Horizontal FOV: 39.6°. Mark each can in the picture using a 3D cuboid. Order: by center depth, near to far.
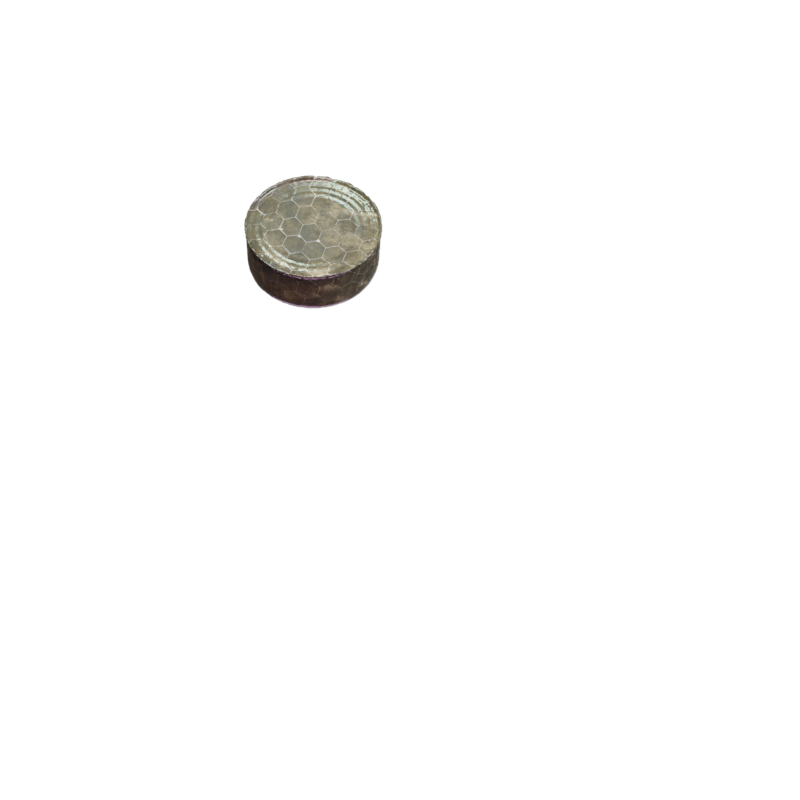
[{"bbox_3d":[-0.055,-0.100,0.699,0.086,0.092,0.031,-1,-38,-1],"label":"can"}]
